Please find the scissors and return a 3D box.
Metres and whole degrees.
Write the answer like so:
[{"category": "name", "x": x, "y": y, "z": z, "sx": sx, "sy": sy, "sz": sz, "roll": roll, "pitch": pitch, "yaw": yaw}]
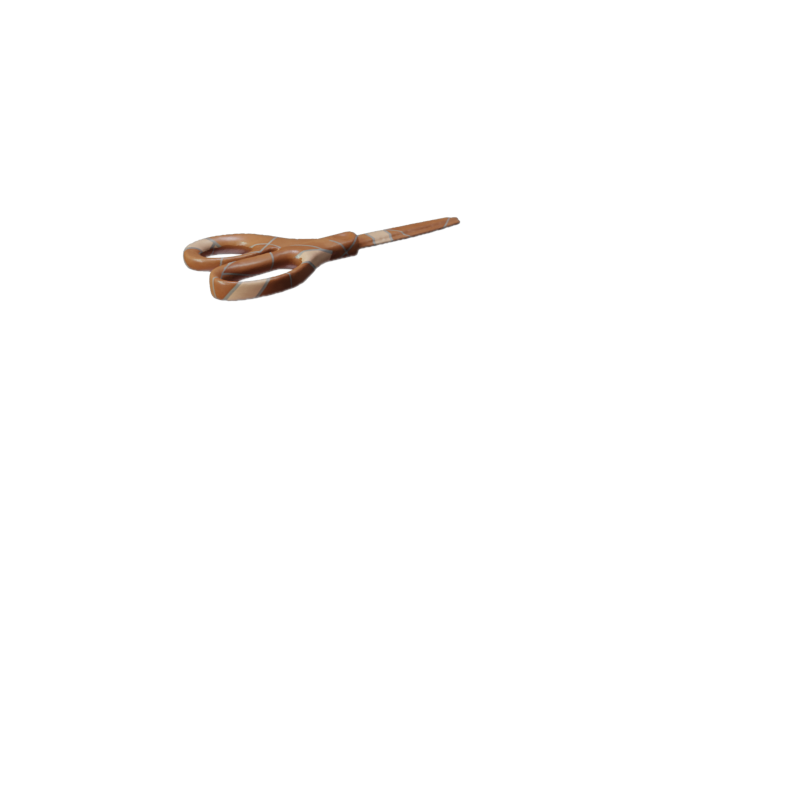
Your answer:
[{"category": "scissors", "x": -0.057, "y": -0.104, "z": 0.731, "sx": 0.102, "sy": 0.015, "sz": 0.200, "roll": 20, "pitch": 32, "yaw": 34}]
